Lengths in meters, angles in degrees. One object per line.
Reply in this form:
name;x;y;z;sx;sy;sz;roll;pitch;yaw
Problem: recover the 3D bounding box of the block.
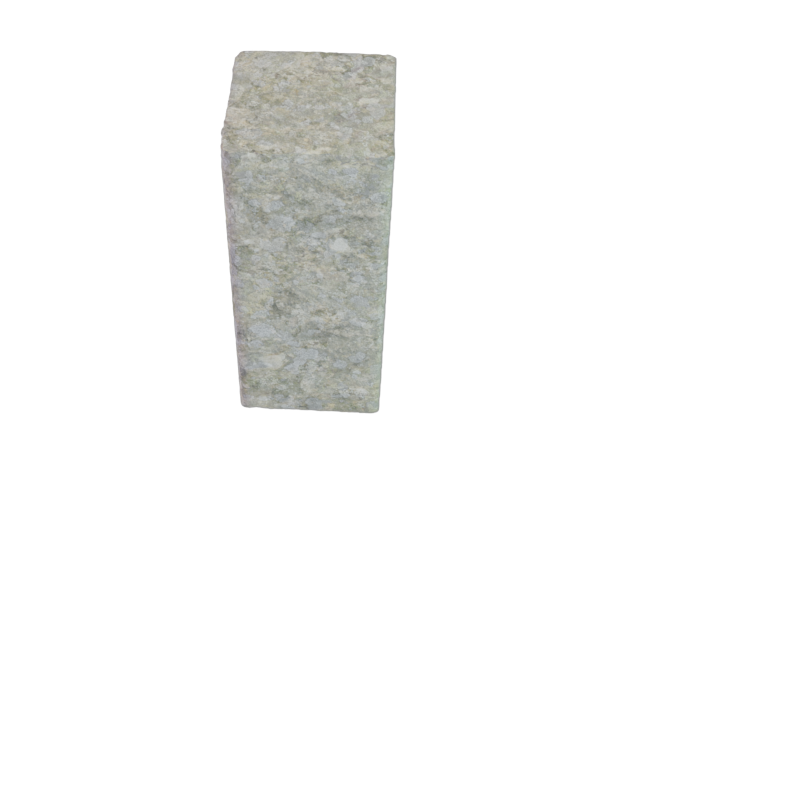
block;-0.051;-0.093;0.649;0.090;0.097;0.192;3;-41;-1
